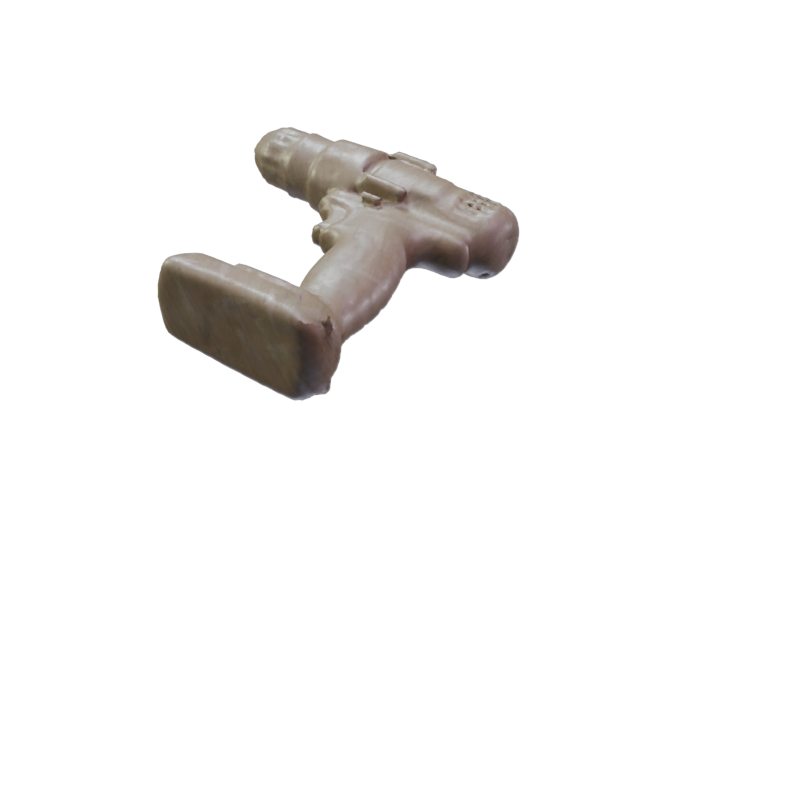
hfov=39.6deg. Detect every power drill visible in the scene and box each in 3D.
[{"bbox_3d":[-0.050,-0.091,0.638,0.194,0.054,0.191,24,45,26],"label":"power drill"}]
